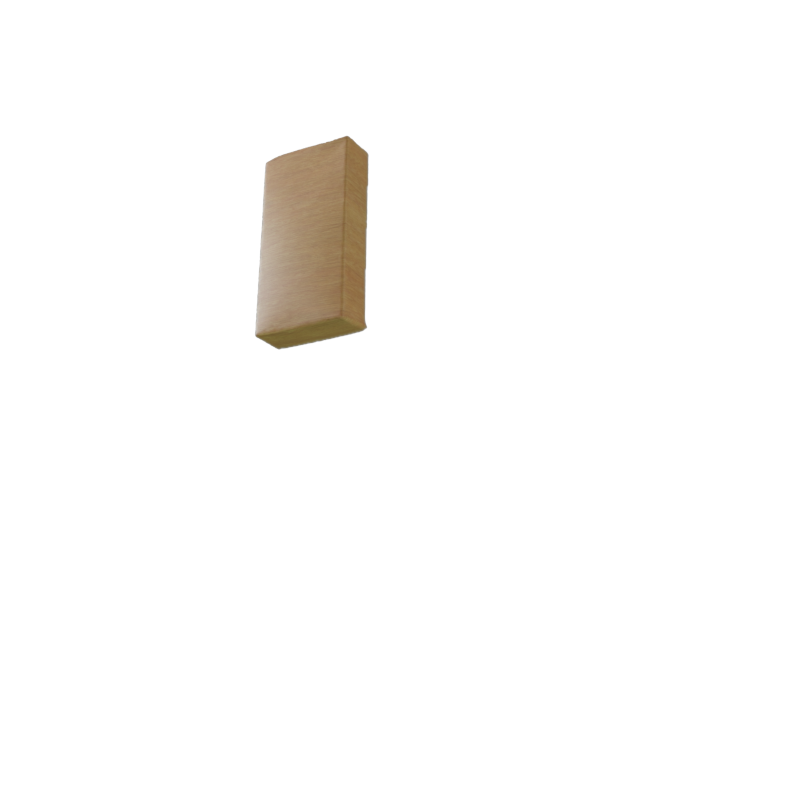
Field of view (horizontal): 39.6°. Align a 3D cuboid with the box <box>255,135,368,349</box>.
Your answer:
[{"bbox_3d":[-0.077,-0.140,0.979,0.095,0.186,0.045,-14,-26,27],"label":"box"}]
